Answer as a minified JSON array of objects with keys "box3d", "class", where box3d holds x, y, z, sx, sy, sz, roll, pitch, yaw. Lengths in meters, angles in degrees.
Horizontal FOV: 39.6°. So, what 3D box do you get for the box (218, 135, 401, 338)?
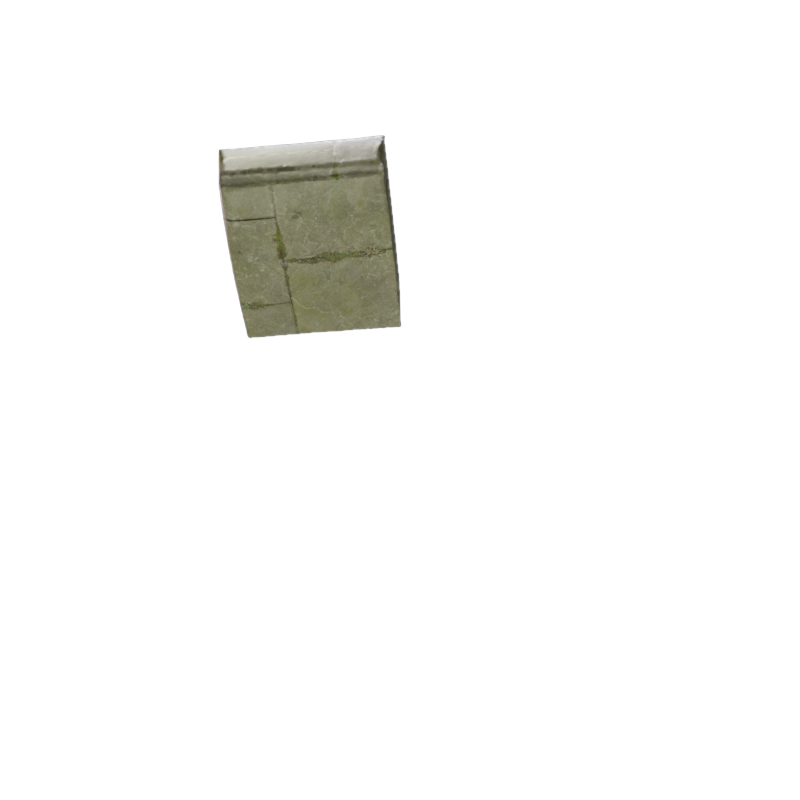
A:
[{"box3d":[-0.048,-0.087,0.606,0.090,0.042,0.105,-4,-45,3],"class":"box"}]
